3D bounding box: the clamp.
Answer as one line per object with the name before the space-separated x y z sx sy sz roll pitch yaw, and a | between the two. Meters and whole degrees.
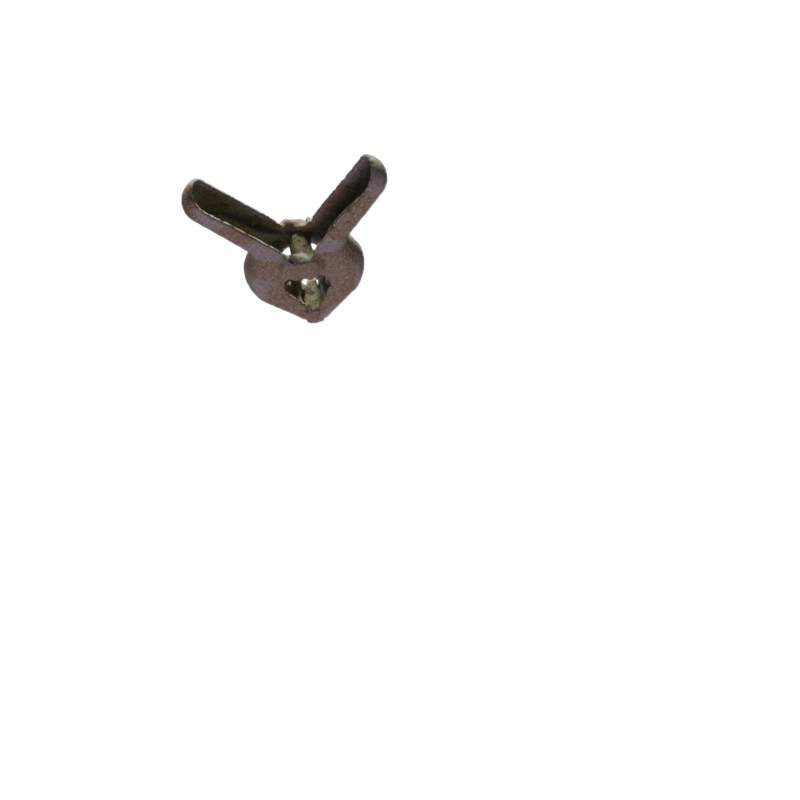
clamp | -0.055 -0.100 0.703 0.122 0.041 0.160 -5 -21 12
